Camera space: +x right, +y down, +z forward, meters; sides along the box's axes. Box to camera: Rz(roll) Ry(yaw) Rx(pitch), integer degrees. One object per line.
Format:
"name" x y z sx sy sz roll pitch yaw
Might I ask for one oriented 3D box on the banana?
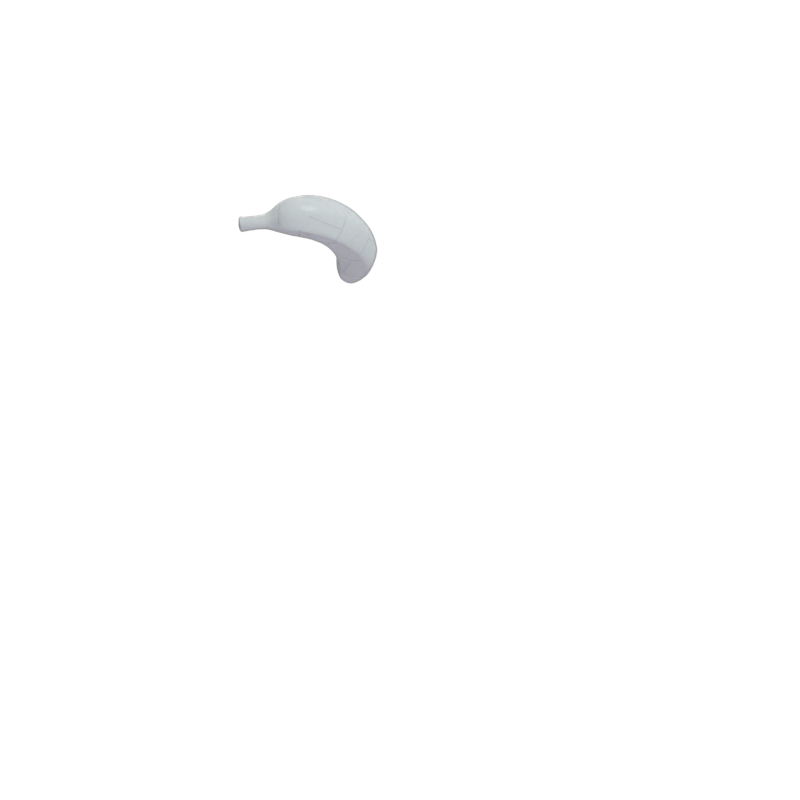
"banana" -0.059 -0.137 0.936 0.071 0.038 0.186 -6 -12 25
